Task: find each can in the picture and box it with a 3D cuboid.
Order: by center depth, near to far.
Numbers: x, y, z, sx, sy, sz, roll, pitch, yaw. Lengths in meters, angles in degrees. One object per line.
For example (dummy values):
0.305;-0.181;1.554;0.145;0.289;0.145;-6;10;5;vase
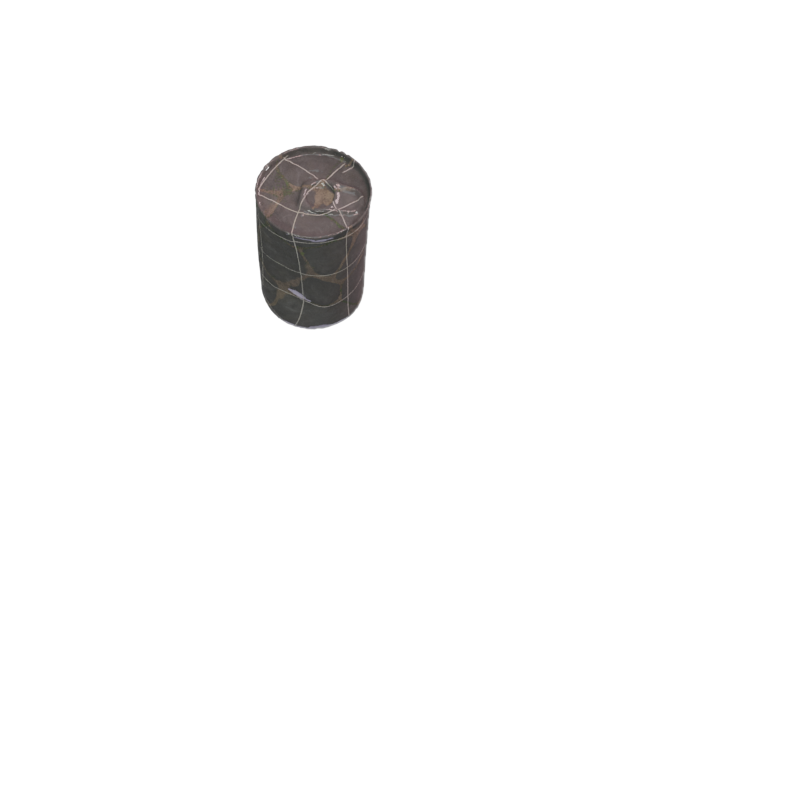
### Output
-0.053;-0.097;0.679;0.068;0.073;0.096;0;-32;-3;can
